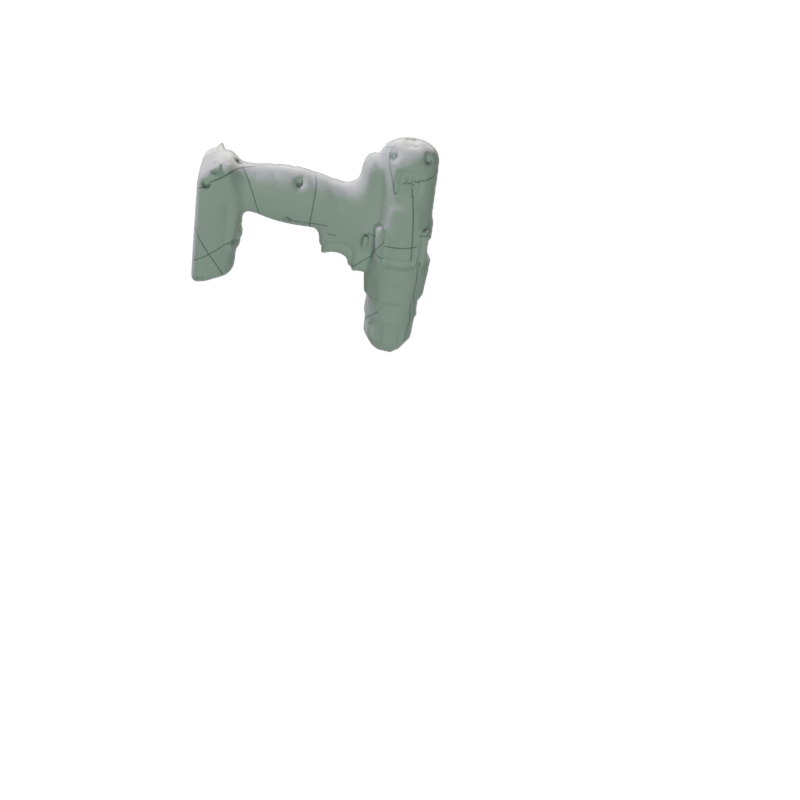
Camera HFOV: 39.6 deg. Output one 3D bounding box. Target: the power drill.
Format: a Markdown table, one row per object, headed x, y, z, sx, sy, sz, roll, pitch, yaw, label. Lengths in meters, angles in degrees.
| x | y | z | sx | sy | sz | roll | pitch | yaw | label |
| --- | --- | --- | --- | --- | --- | --- | --- | --- | --- |
| -0.069 | -0.125 | 0.877 | 0.187 | 0.175 | 0.061 | 5 | 28 | -3 | power drill |
